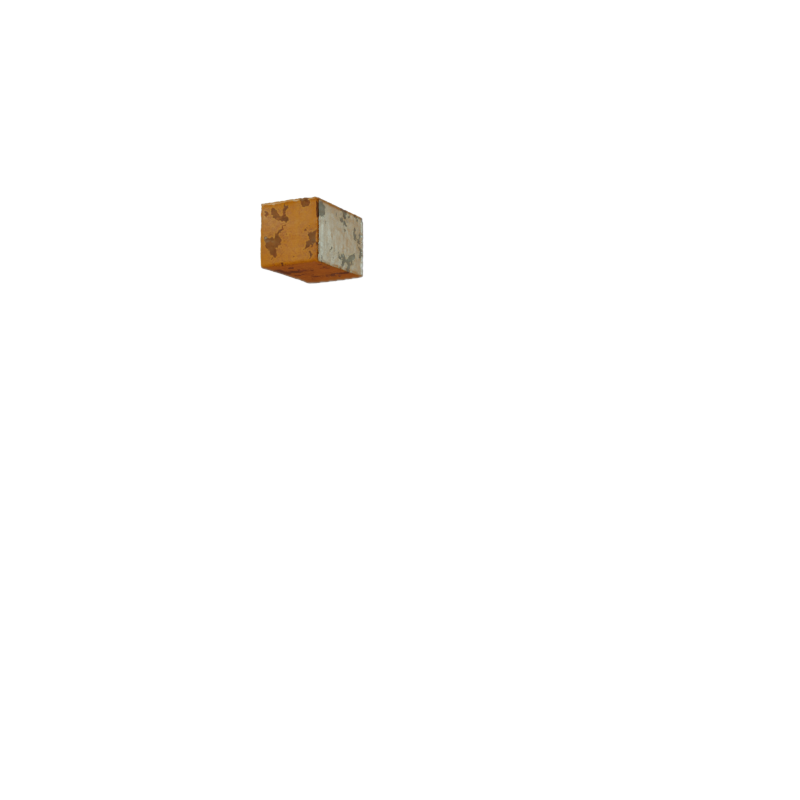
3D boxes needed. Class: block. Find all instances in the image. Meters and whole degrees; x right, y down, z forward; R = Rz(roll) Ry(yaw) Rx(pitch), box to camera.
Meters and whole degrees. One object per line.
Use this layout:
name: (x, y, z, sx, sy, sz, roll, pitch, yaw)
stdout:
block: (-0.068, -0.125, 0.874, 0.054, 0.053, 0.074, -5, -9, 26)
